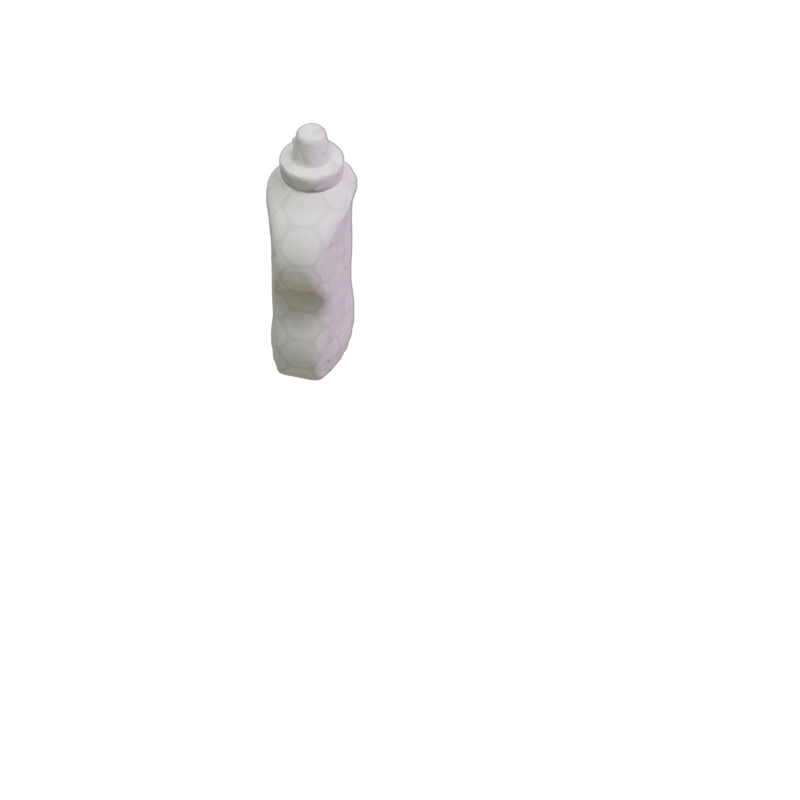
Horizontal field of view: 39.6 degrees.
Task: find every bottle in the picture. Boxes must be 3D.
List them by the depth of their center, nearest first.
[{"bbox_3d":[-0.059,-0.107,0.747,0.059,0.101,0.179,11,-40,6],"label":"bottle"}]
